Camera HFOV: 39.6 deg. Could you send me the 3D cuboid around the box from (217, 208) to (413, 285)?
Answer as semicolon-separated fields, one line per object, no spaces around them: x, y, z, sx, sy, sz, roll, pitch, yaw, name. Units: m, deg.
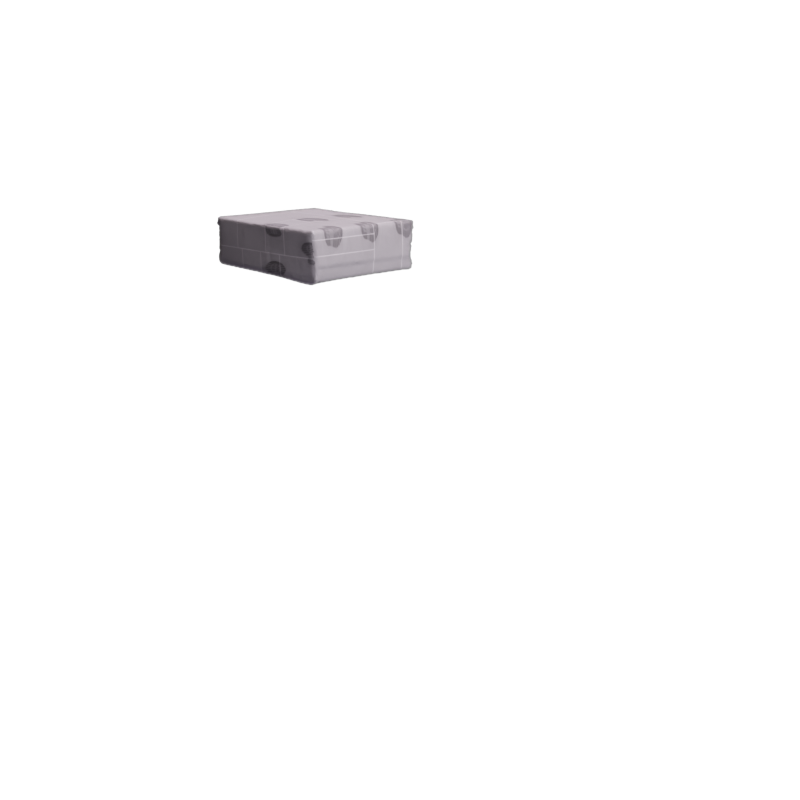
-0.061;-0.111;0.776;0.088;0.038;0.120;-14;22;-39;box
